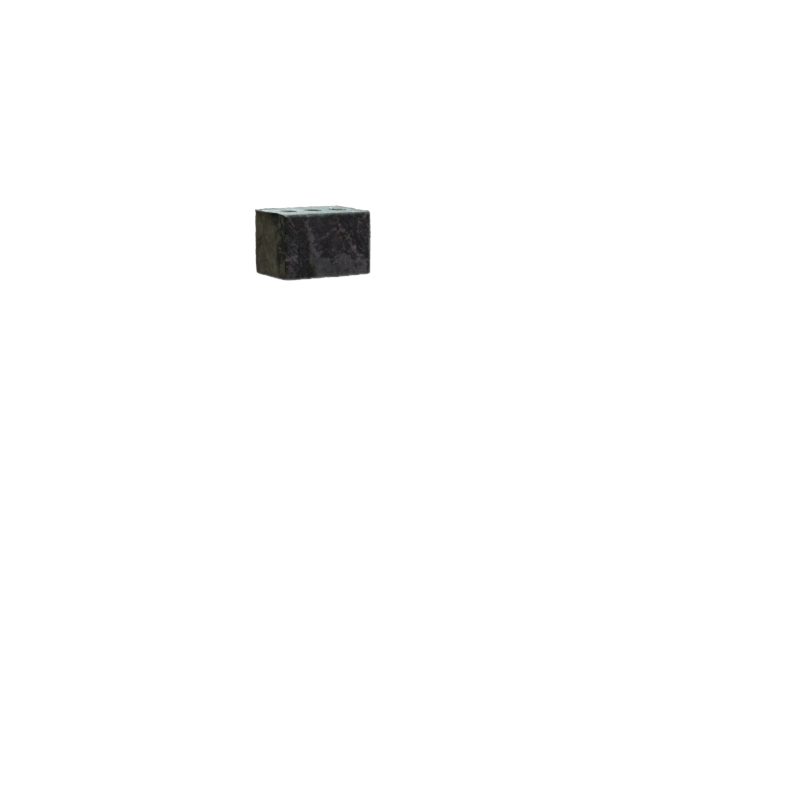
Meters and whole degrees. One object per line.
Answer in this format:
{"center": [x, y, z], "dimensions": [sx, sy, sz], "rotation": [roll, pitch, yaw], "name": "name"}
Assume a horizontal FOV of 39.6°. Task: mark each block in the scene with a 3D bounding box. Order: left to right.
{"center": [-0.068, -0.124, 0.868], "dimensions": [0.076, 0.050, 0.055], "rotation": [-7, 13, -31], "name": "block"}
